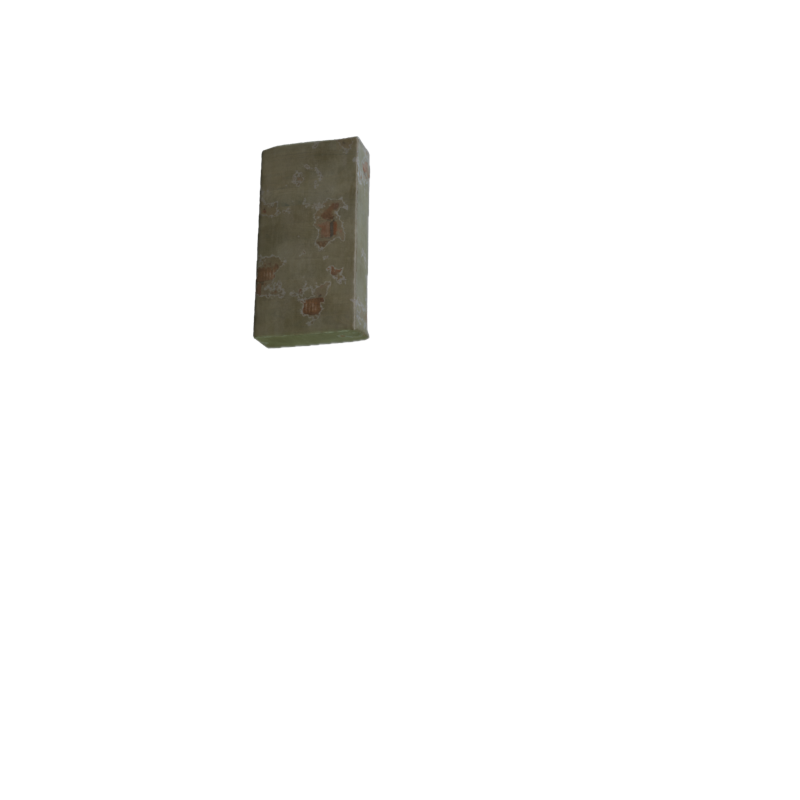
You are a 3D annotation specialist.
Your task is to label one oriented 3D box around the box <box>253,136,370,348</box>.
[{"bbox_3d":[-0.075,-0.136,0.954,0.095,0.184,0.045,-6,-18,16],"label":"box"}]
